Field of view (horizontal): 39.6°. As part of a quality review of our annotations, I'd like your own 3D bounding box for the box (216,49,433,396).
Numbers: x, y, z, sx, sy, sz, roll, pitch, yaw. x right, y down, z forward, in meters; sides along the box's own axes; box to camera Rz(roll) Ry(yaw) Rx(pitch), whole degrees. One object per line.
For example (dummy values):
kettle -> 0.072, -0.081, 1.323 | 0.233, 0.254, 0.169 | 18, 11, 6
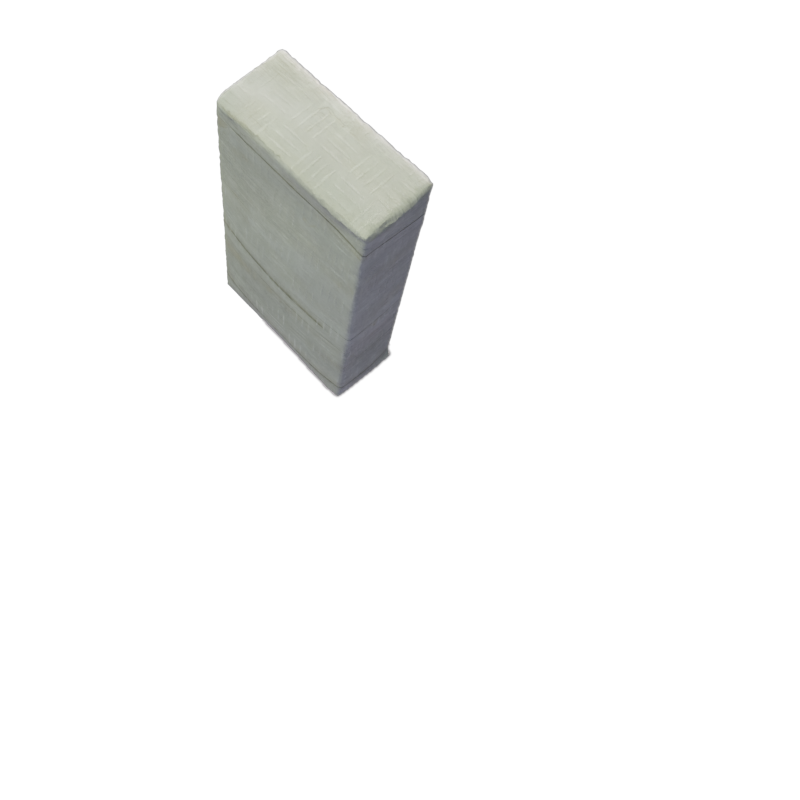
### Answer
box -> -0.041, -0.074, 0.521 | 0.048, 0.097, 0.167 | -40, -14, -17
